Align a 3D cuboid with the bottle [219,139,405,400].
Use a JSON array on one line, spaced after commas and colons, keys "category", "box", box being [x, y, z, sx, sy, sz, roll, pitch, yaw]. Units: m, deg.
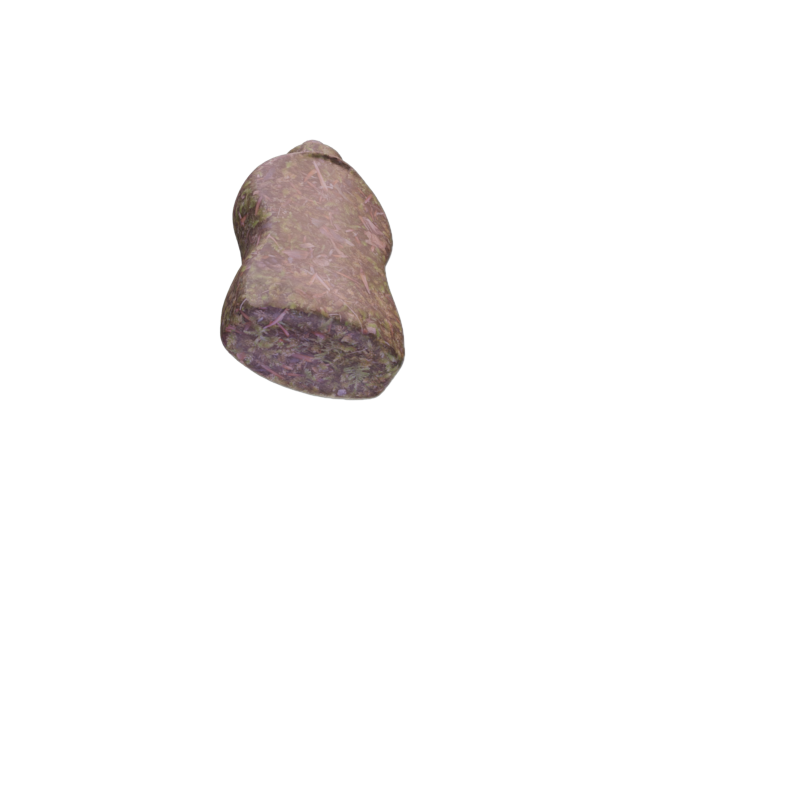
[{"category": "bottle", "box": [-0.050, -0.091, 0.639, 0.093, 0.206, 0.056, 16, -50, -18]}]
